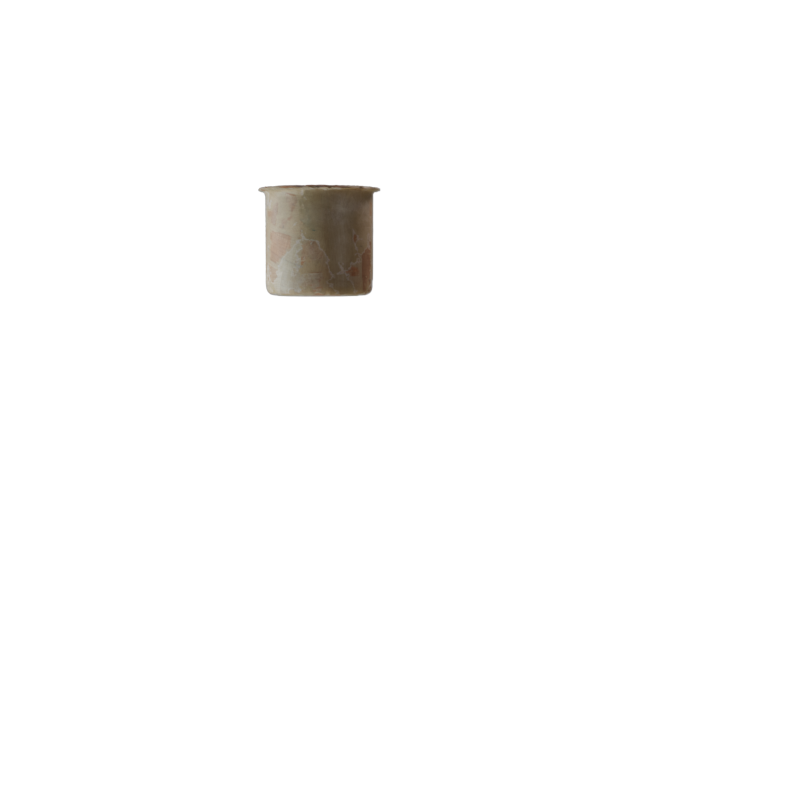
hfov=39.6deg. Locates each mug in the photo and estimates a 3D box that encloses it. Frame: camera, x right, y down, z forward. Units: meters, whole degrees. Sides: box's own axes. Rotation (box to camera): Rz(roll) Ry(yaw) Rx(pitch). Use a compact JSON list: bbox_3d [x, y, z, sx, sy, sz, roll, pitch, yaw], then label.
[{"bbox_3d":[-0.067,-0.122,0.852,0.091,0.081,0.121,-2,5,-25],"label":"mug"}]
